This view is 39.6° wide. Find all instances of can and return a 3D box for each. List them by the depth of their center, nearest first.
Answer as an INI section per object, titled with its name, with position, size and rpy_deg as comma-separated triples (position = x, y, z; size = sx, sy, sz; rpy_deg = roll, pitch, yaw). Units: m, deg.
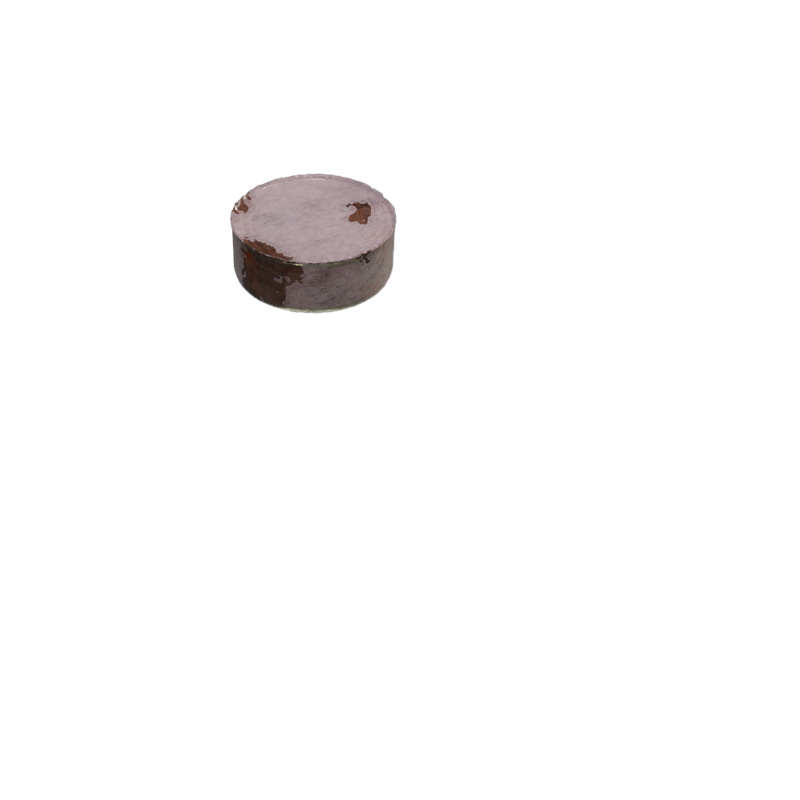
[can]
position = -0.045, -0.083, 0.580
size = 0.086, 0.031, 0.092
rpy_deg = -1, 38, -2
